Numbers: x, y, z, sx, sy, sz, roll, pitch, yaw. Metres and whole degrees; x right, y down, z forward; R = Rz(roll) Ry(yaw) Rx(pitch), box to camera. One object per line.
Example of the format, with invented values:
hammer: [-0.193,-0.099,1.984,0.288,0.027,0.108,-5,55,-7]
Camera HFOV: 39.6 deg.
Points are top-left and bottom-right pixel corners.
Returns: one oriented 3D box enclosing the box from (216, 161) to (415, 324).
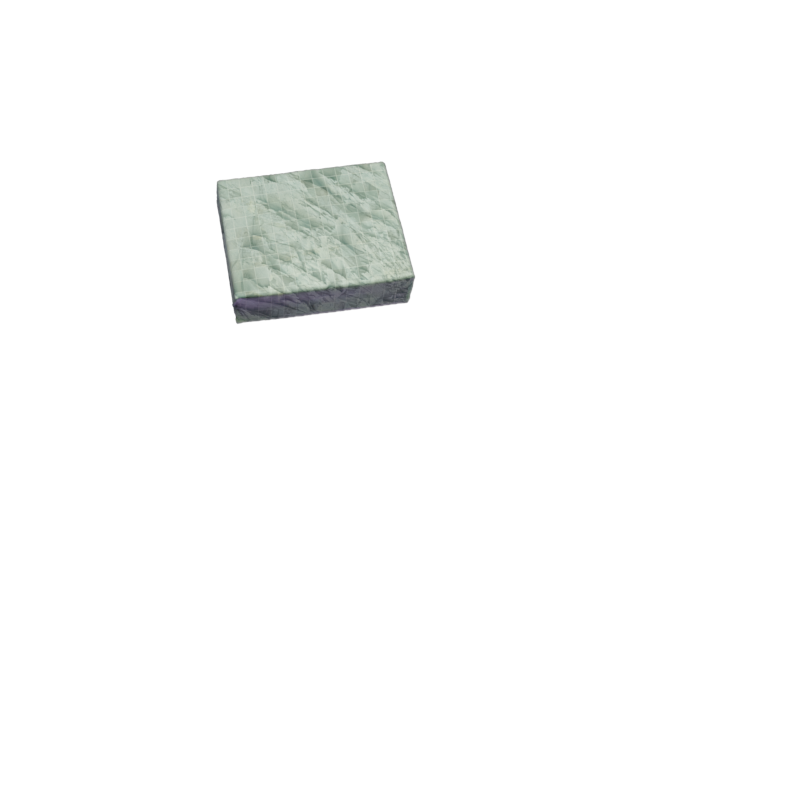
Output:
box: [-0.055,-0.100,0.699,0.113,0.096,0.036,-9,-31,-6]
